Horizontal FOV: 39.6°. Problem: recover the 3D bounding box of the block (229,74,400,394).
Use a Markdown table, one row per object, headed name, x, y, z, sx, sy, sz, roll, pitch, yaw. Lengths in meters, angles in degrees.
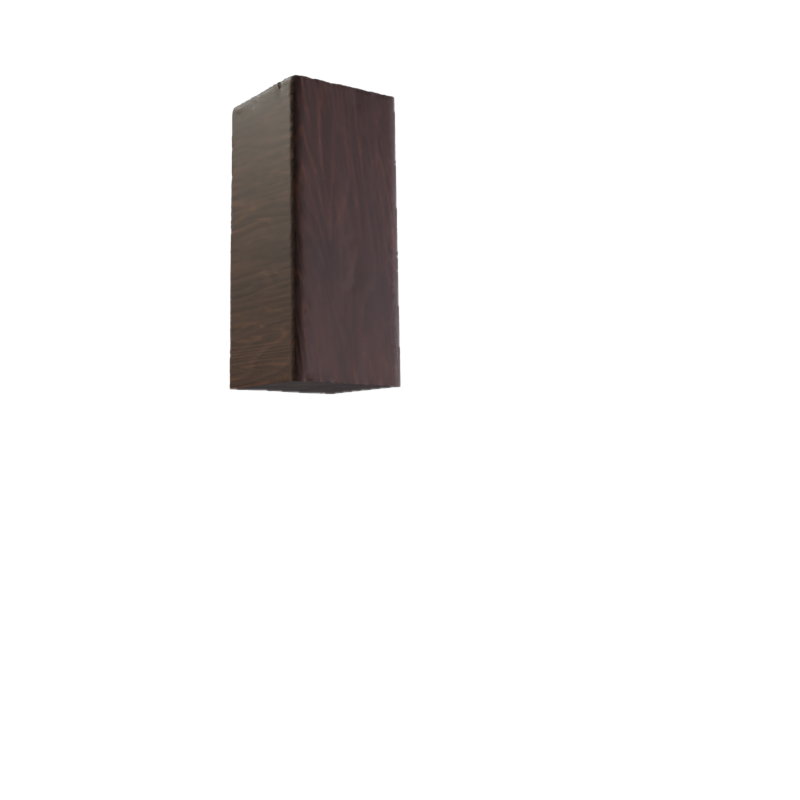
| name | x | y | z | sx | sy | sz | roll | pitch | yaw |
| --- | --- | --- | --- | --- | --- | --- | --- | --- | --- |
| block | -0.062 | -0.112 | 0.784 | 0.086 | 0.212 | 0.092 | 6 | -13 | -35 |
